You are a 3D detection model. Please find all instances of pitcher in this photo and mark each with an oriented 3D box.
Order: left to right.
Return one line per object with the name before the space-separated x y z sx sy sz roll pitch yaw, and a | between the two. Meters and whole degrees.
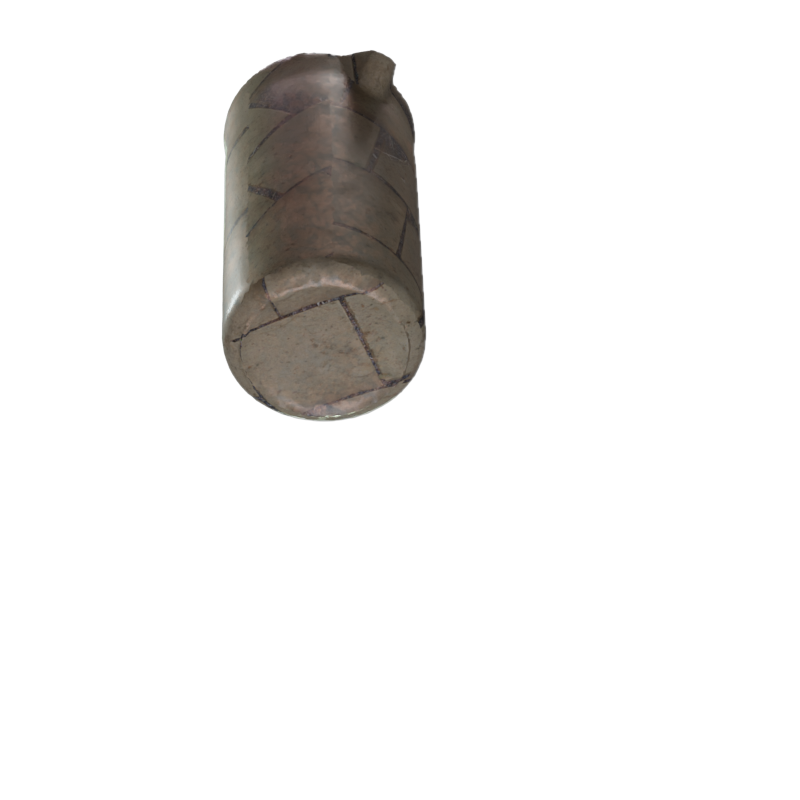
pitcher | -0.053 -0.097 0.680 0.146 0.138 0.260 -11 38 5
